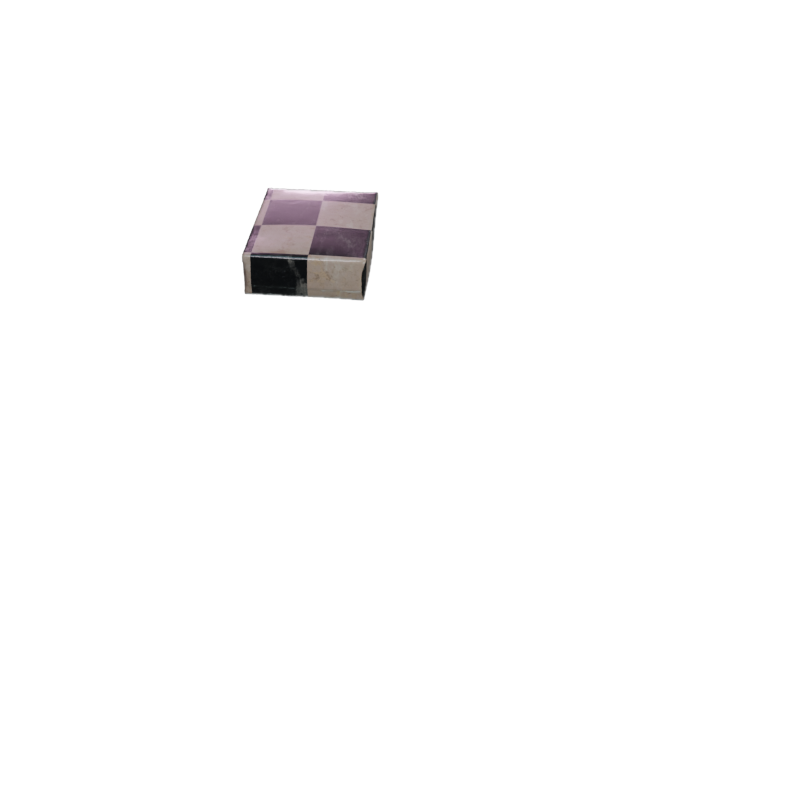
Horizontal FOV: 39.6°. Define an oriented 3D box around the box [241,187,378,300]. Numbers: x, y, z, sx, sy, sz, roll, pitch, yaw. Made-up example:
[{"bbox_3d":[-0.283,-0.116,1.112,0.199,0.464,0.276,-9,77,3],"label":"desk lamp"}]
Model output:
[{"bbox_3d":[-0.066,-0.120,0.839,0.090,0.037,0.120,3,33,4],"label":"box"}]
